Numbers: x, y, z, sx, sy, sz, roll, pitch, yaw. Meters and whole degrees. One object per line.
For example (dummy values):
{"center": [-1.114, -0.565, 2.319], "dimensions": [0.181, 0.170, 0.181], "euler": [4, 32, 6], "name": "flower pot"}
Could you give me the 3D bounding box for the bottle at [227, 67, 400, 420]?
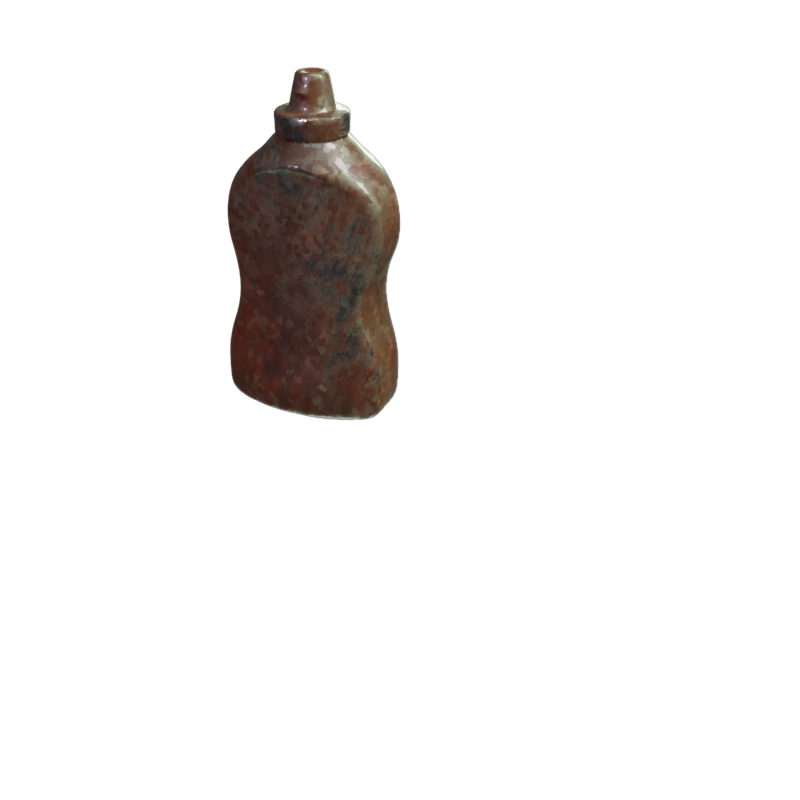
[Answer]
{"center": [-0.048, -0.087, 0.611], "dimensions": [0.100, 0.183, 0.059], "euler": [12, 25, 23], "name": "bottle"}
